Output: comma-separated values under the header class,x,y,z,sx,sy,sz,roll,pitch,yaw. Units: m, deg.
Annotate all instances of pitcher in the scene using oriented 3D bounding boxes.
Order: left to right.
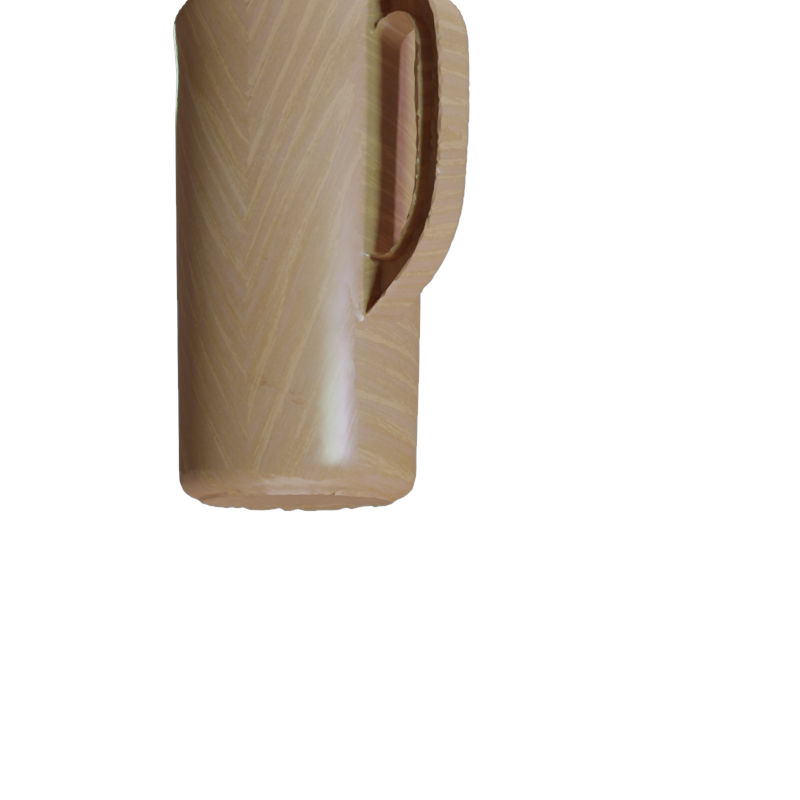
class,x,y,z,sx,sy,sz,roll,pitch,yaw
pitcher,-0.041,-0.076,0.530,0.145,0.253,0.143,-1,-15,1
